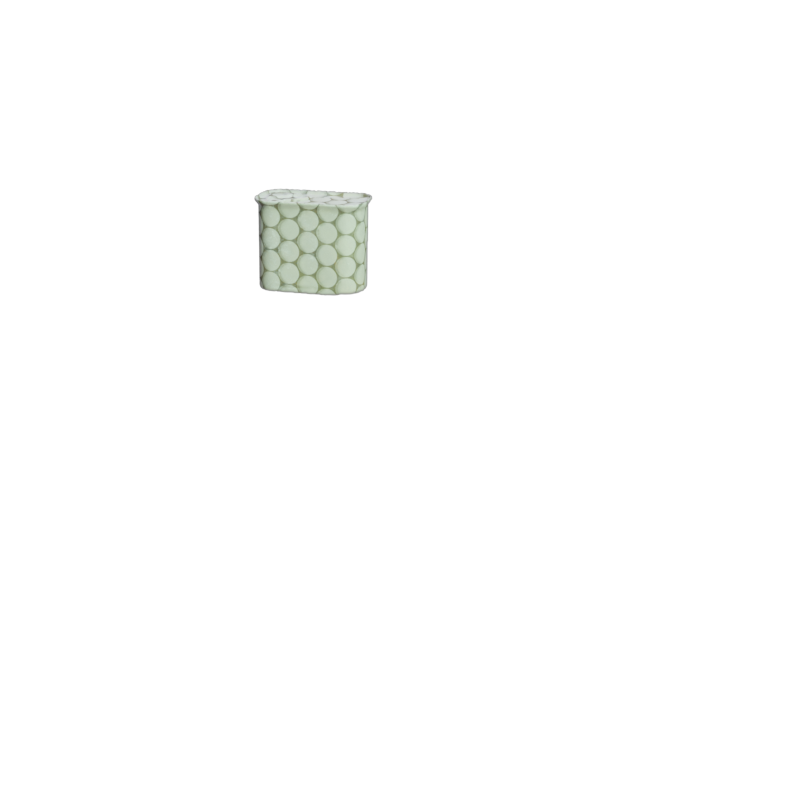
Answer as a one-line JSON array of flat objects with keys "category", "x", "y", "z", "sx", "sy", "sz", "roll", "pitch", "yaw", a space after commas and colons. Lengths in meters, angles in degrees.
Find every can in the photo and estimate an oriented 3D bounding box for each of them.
[{"category": "can", "x": -0.078, "y": -0.142, "z": 0.994, "sx": 0.104, "sy": 0.081, "sz": 0.058, "roll": 5, "pitch": 17, "yaw": 14}]
